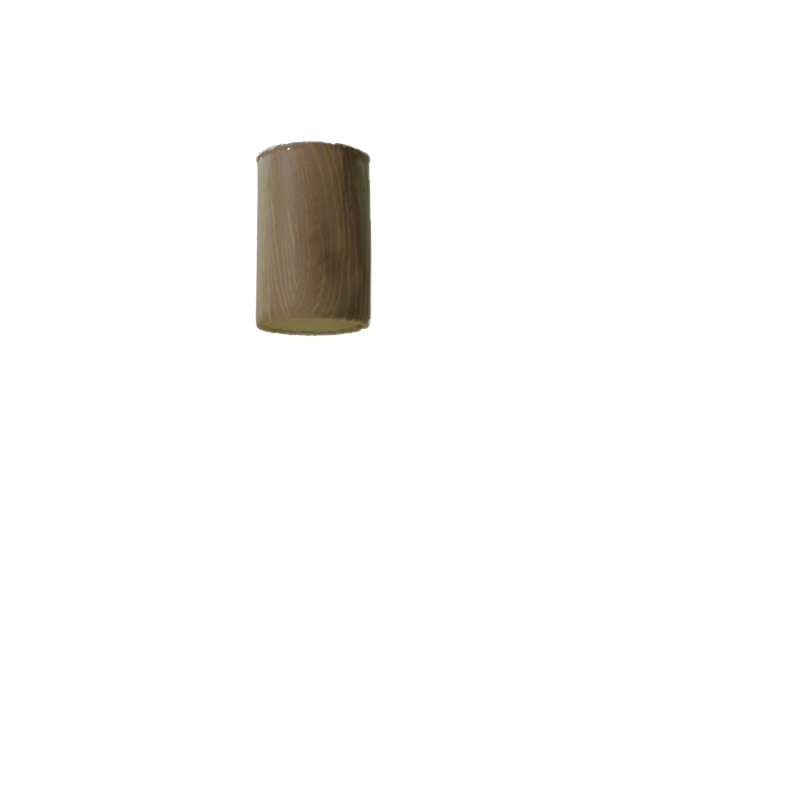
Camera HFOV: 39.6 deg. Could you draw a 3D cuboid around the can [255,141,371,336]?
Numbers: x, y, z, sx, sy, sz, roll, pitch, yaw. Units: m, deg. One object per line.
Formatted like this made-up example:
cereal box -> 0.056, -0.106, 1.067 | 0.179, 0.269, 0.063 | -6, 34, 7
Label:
can -> -0.051, -0.093, 0.649 | 0.068, 0.105, 0.067 | 0, -10, -2
